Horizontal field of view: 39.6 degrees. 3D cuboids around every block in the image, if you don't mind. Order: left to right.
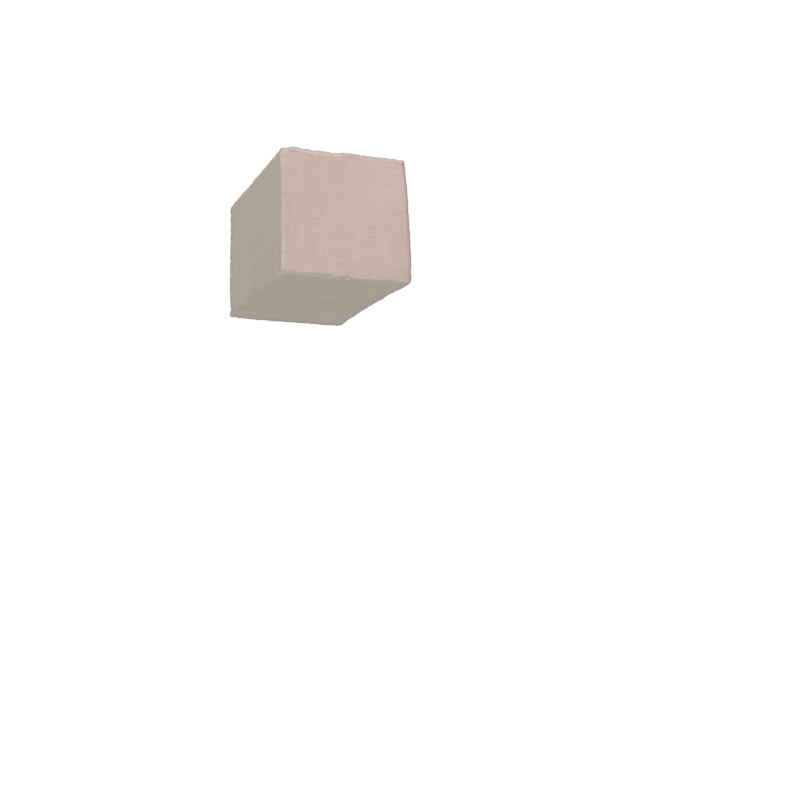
[{"bbox_3d":[-0.035,-0.064,0.450,0.051,0.053,0.078,5,-12,-22],"label":"block"}]
